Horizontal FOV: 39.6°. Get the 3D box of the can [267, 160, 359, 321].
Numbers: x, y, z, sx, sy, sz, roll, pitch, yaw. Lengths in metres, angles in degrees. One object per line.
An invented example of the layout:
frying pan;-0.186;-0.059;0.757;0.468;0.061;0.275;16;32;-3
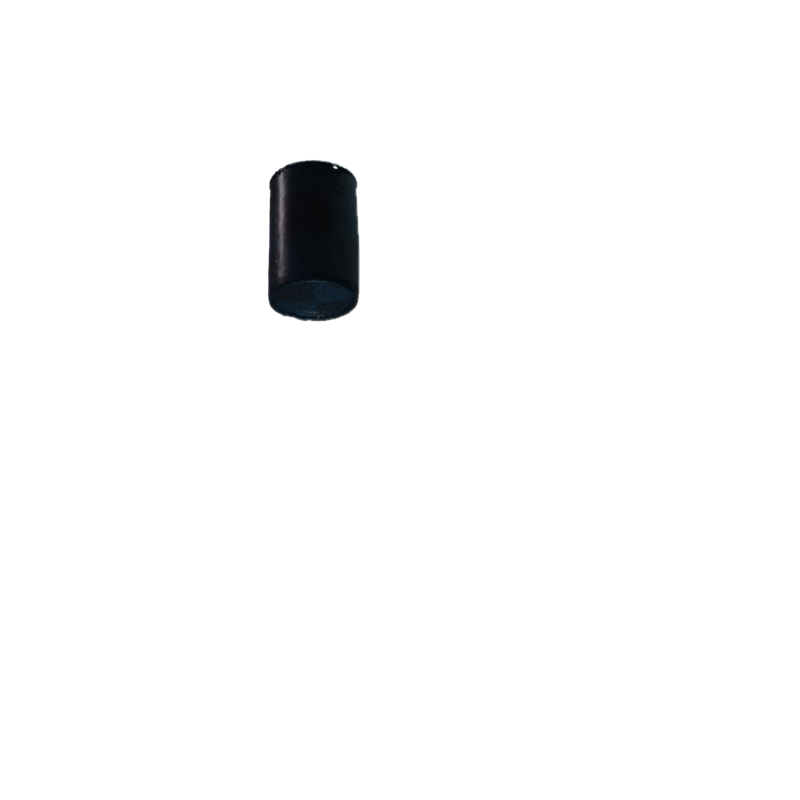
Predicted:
can;-0.065;-0.118;0.827;0.068;0.109;0.065;0;-27;-2
